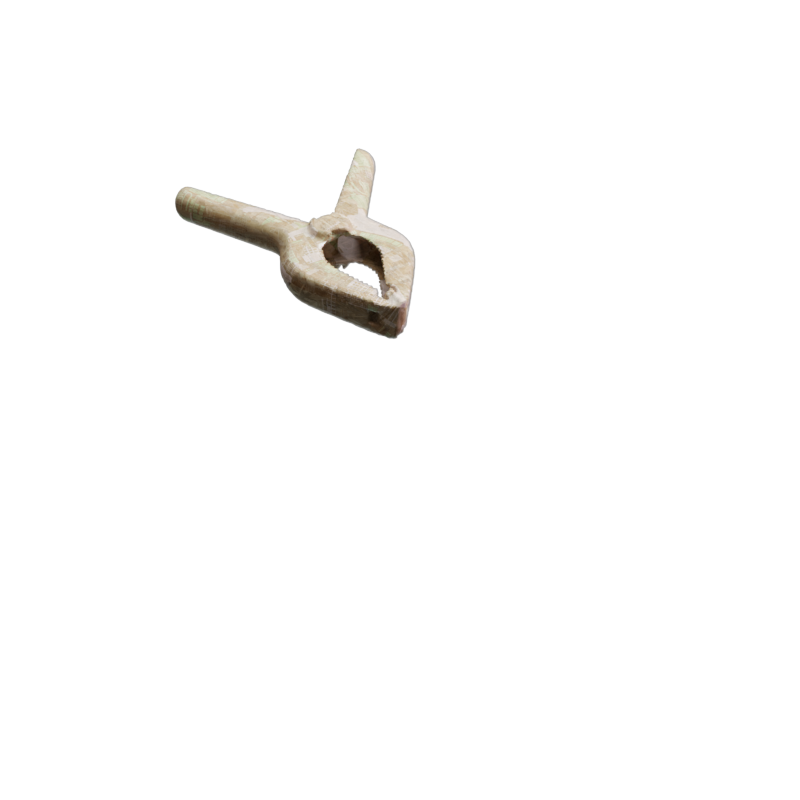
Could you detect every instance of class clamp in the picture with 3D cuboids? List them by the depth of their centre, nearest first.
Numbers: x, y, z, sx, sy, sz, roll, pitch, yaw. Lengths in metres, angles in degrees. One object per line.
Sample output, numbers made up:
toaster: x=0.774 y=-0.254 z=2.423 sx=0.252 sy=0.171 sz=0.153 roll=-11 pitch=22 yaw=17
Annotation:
clamp: x=-0.062 y=-0.113 z=0.788 sx=0.162 sy=0.034 sz=0.227 roll=-13 pitch=41 yaw=-16
